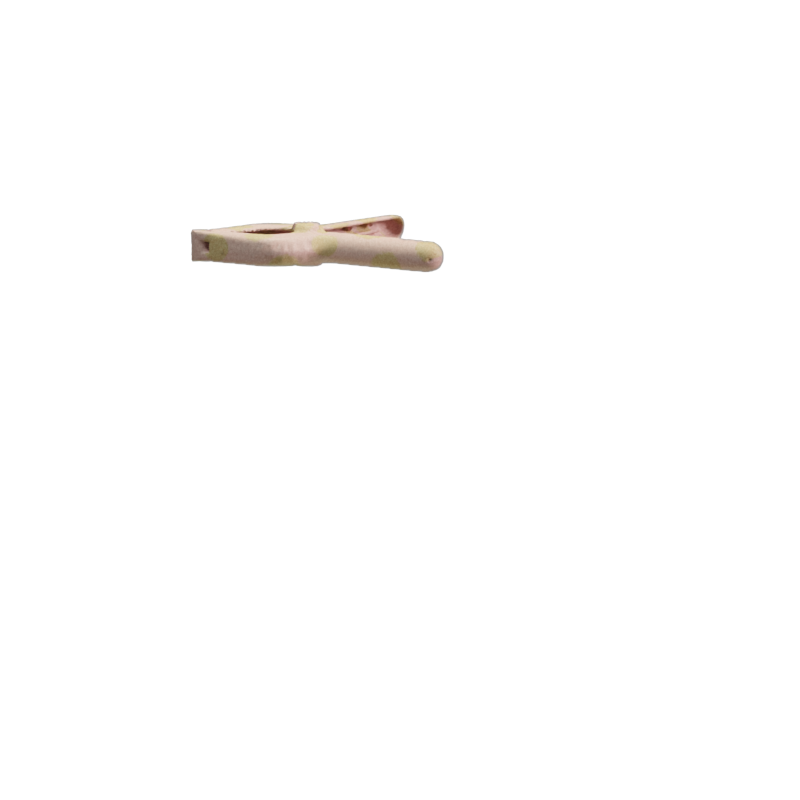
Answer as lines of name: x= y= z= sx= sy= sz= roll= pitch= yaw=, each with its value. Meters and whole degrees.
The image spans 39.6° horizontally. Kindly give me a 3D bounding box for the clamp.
clamp: x=-0.076 y=-0.139 z=0.973 sx=0.209 sy=0.035 sz=0.170 roll=-1 pitch=17 yaw=-2
